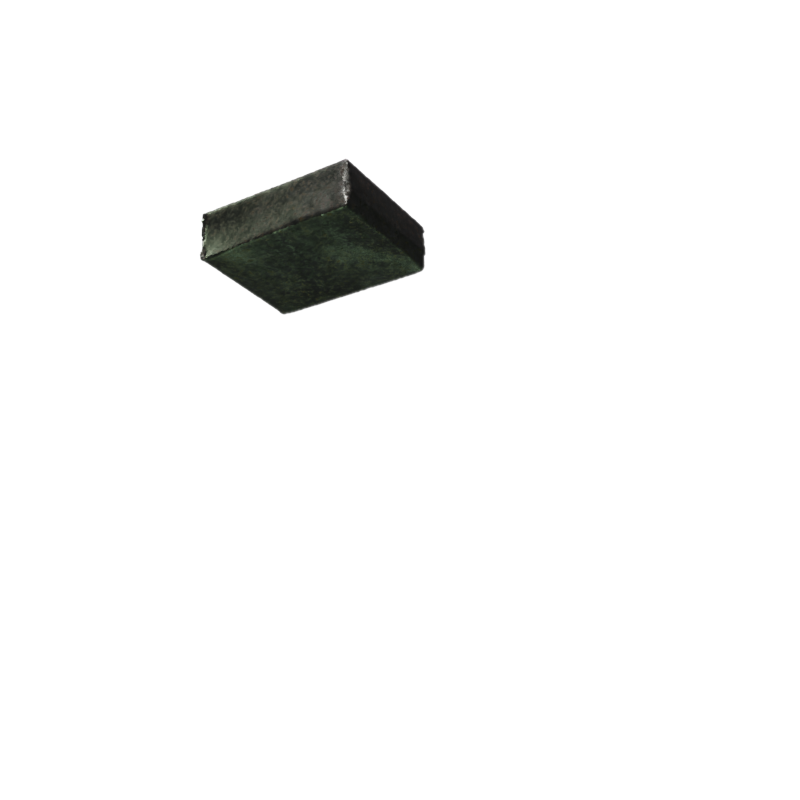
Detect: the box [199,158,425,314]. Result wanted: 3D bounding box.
[{"bbox_3d":[-0.054,-0.099,0.692,0.115,0.041,0.083,-17,-32,28],"label":"box"}]
